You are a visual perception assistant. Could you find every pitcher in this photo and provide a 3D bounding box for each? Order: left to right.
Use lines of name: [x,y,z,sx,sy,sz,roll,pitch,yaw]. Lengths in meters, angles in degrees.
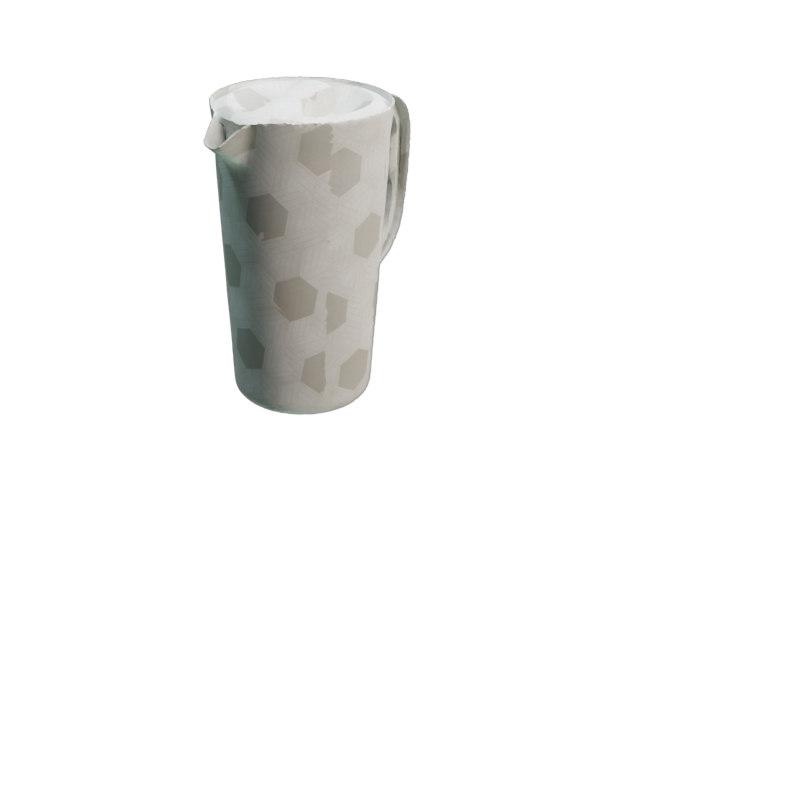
pitcher: [-0.066,-0.121,0.844,0.149,0.230,0.153,1,25,-1]
